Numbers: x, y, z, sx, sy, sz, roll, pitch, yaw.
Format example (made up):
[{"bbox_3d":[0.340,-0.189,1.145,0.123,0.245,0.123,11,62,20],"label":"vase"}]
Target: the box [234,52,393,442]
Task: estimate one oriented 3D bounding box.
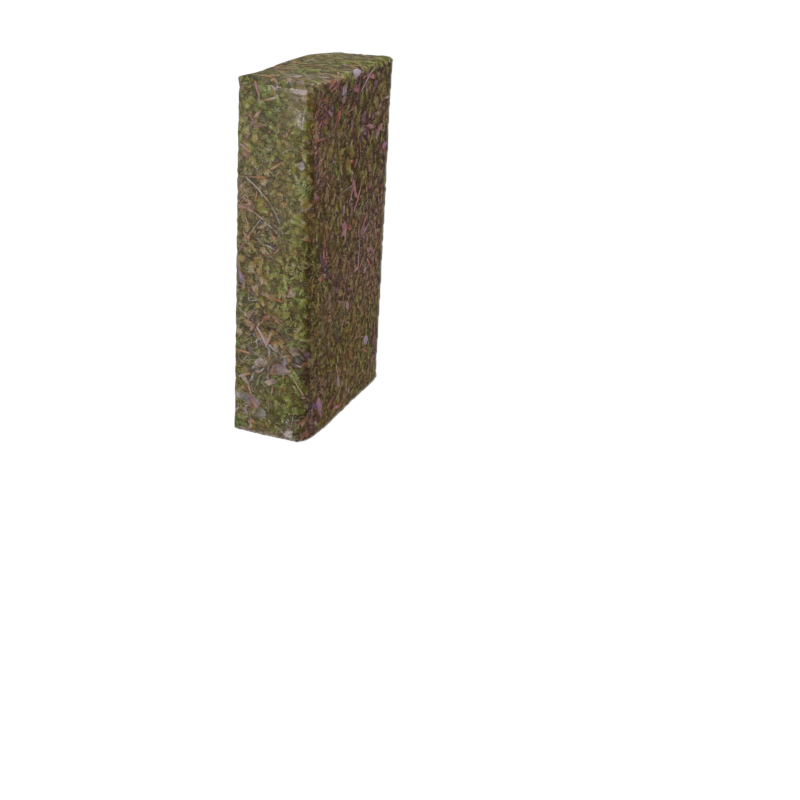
[{"bbox_3d":[-0.043,-0.078,0.547,0.050,0.169,0.094,9,21,21],"label":"box"}]
